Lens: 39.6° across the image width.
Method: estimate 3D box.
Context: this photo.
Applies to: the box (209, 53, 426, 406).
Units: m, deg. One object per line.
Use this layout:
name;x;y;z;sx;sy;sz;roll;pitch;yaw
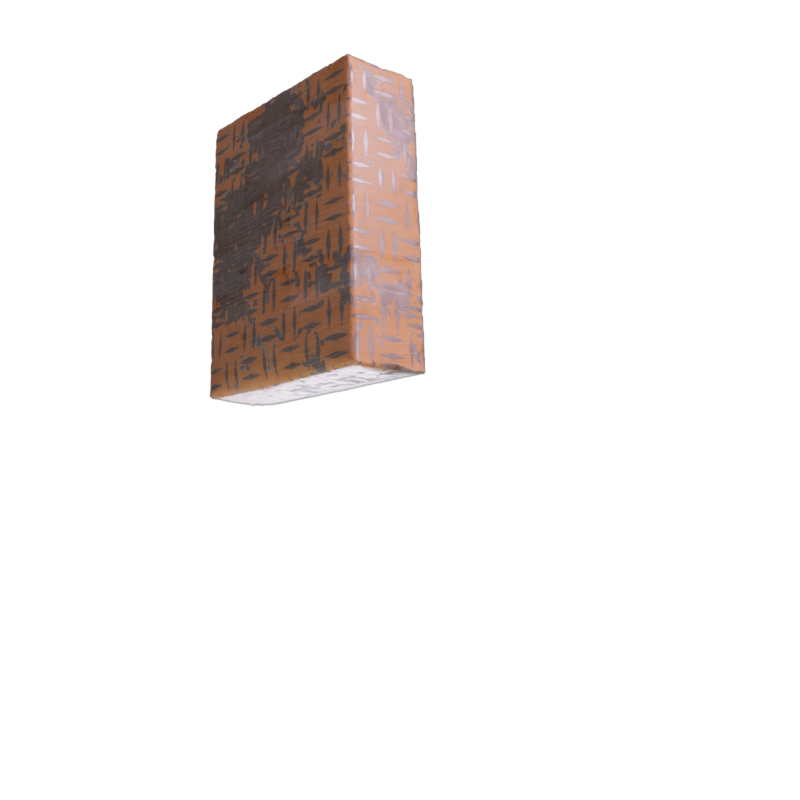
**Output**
box;-0.062;-0.113;0.789;0.068;0.223;0.166;13;-21;-40
